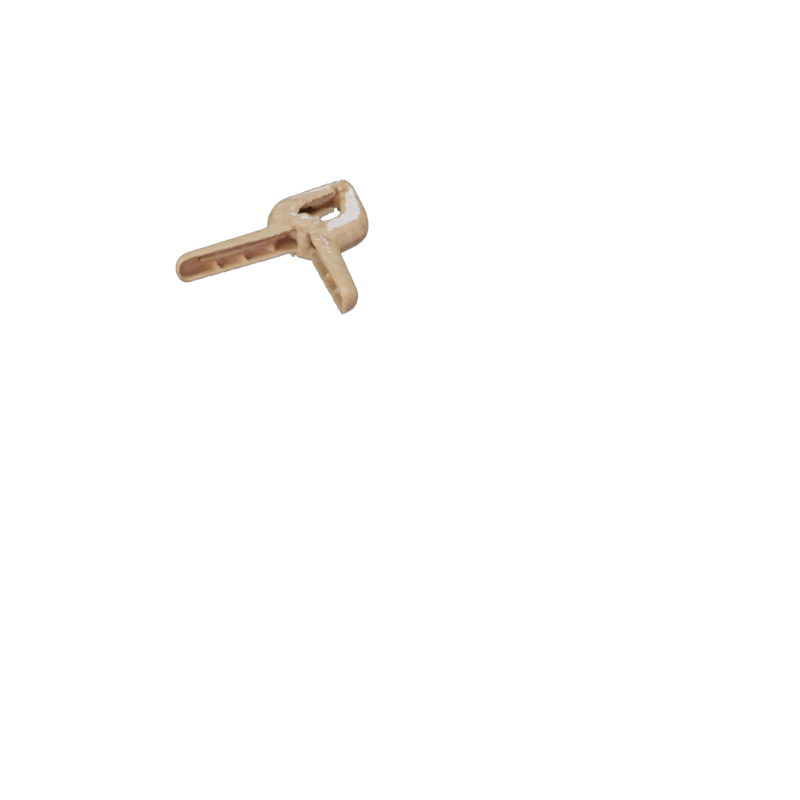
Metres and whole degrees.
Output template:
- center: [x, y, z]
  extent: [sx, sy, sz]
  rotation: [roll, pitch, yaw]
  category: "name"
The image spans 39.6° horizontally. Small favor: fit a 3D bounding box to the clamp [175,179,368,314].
- center: [-0.078, -0.142, 0.996]
  extent: [0.172, 0.034, 0.214]
  rotation: [16, 37, 22]
  category: "clamp"
